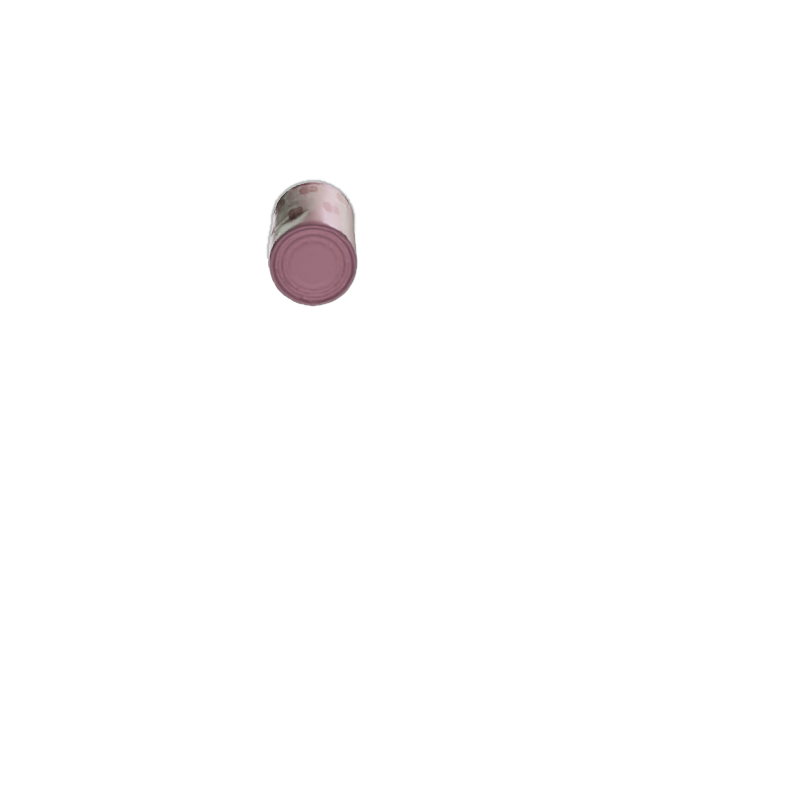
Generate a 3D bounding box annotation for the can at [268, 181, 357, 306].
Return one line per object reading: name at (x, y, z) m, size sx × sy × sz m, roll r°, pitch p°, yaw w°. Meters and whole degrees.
can at (-0.068, -0.124, 0.867) m, size 0.068 × 0.065 × 0.108 m, roll 0°, pitch 26°, yaw -3°
